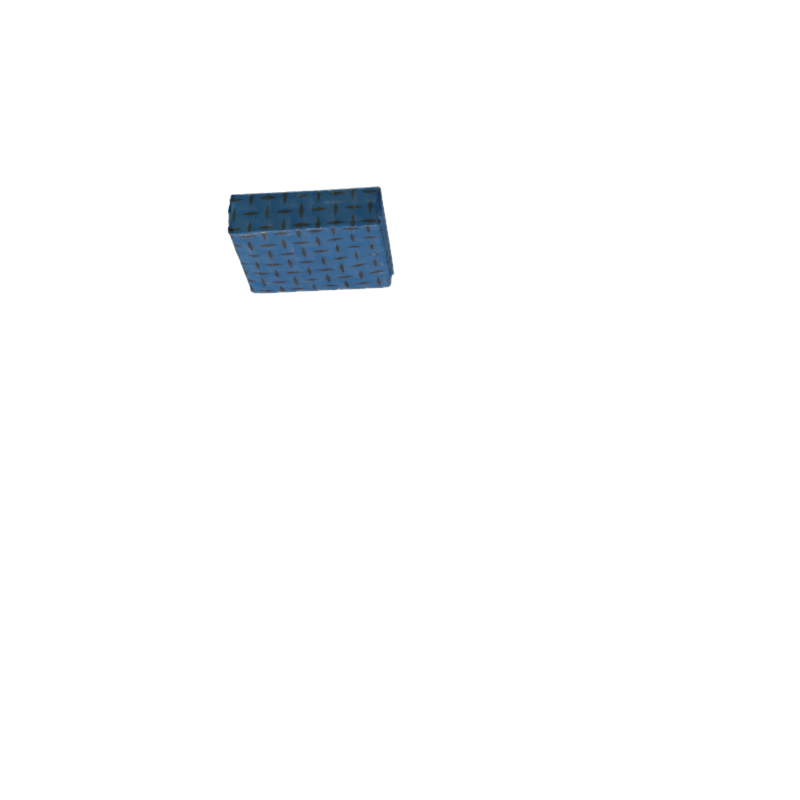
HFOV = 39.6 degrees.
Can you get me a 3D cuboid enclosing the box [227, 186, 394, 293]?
[{"bbox_3d":[-0.065,-0.118,0.825,0.114,0.041,0.084,-3,-28,6],"label":"box"}]
